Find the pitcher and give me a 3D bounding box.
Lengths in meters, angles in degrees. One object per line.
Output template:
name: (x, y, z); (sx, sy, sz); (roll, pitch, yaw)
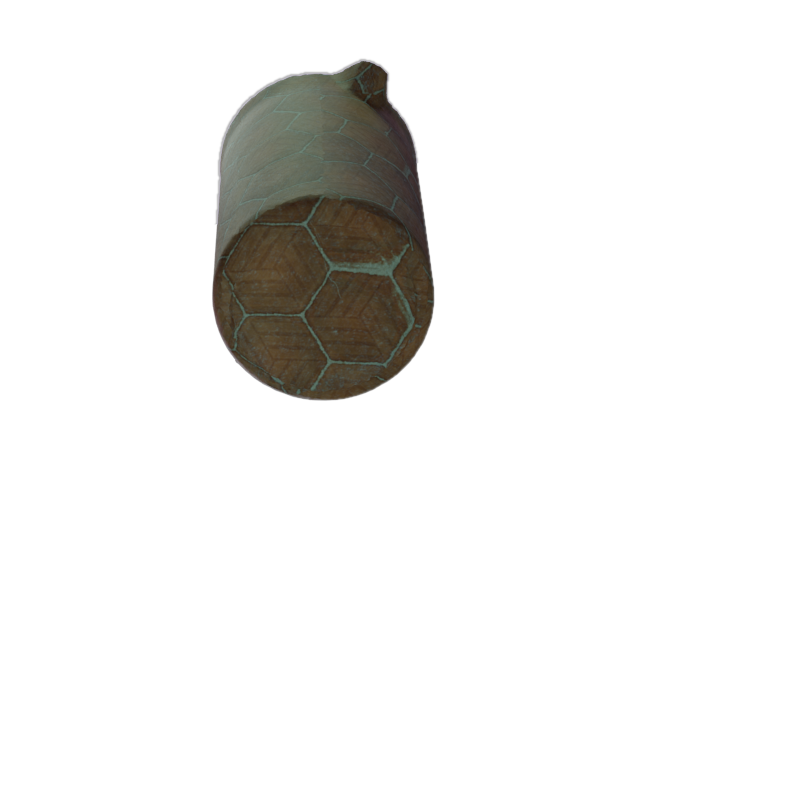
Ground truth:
pitcher: (-0.050, -0.092, 0.642); (0.145, 0.141, 0.256); (-16, 25, 4)
